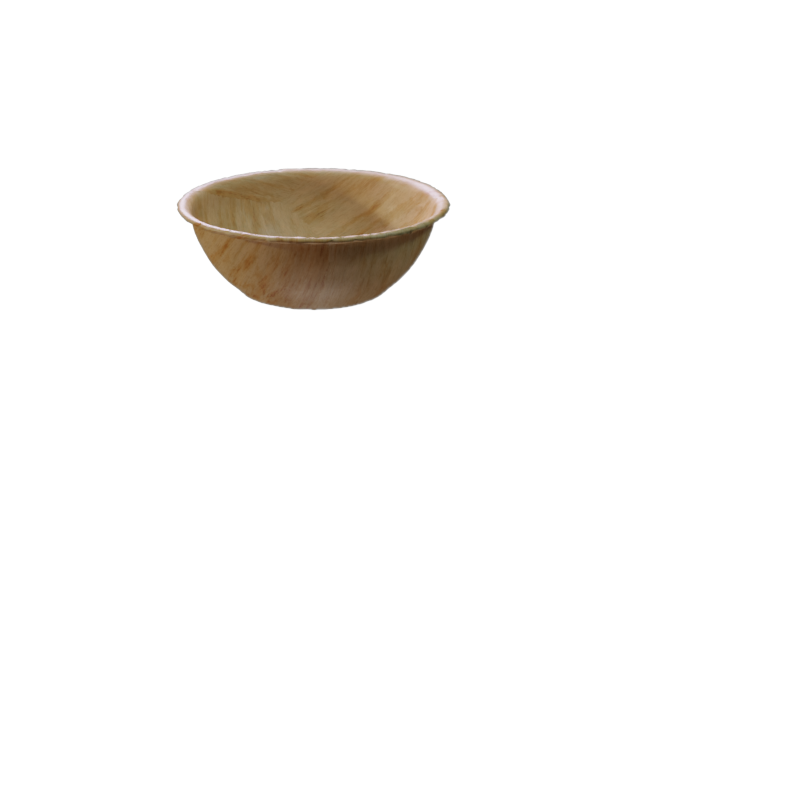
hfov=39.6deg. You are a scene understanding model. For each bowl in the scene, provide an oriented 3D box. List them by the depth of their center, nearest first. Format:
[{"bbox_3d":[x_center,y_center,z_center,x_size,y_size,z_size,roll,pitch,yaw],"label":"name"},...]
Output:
[{"bbox_3d":[-0.052,-0.095,0.668,0.162,0.053,0.170,-1,24,-2],"label":"bowl"}]
